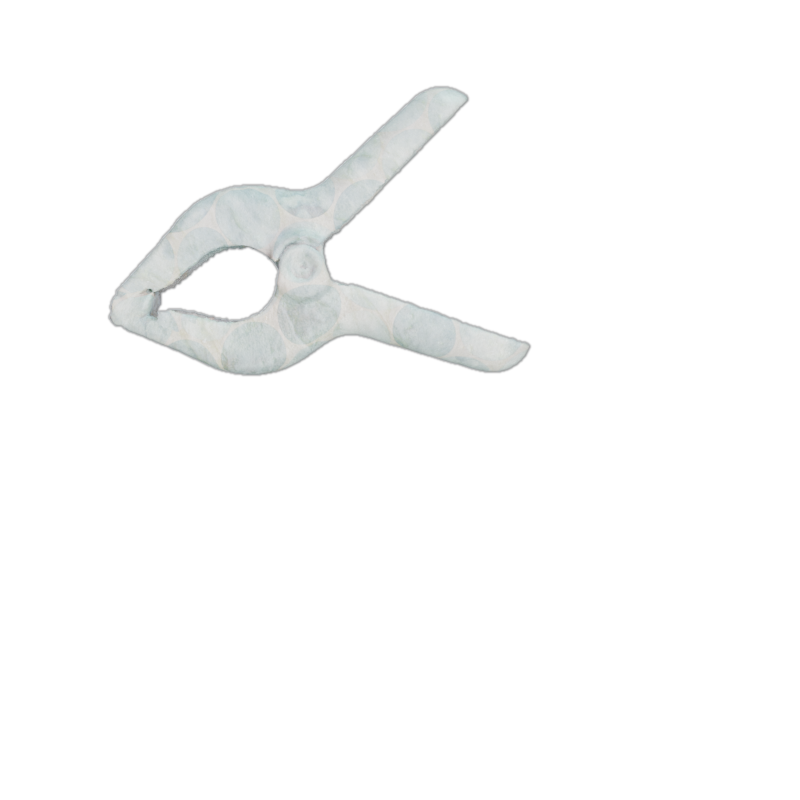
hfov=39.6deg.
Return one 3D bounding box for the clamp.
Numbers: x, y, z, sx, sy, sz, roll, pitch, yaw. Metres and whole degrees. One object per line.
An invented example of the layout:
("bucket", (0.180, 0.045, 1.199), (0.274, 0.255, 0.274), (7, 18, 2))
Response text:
("clamp", (-0.036, -0.066, 0.465), (0.171, 0.123, 0.038), (-5, -9, -1))
